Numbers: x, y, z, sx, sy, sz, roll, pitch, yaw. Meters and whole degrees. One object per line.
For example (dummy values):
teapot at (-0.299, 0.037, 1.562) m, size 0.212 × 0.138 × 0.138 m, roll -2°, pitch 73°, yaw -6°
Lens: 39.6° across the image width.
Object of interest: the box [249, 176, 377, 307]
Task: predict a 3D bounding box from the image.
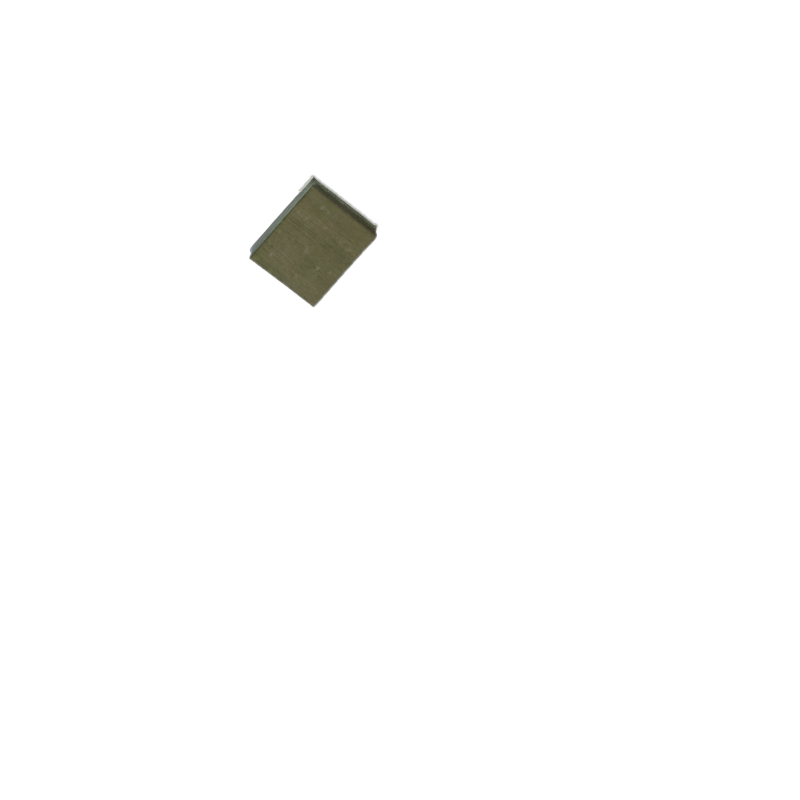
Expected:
box at (-0.075, -0.136, 0.954) m, size 0.071 × 0.088 × 0.032 m, roll 38°, pitch 17°, yaw -15°
